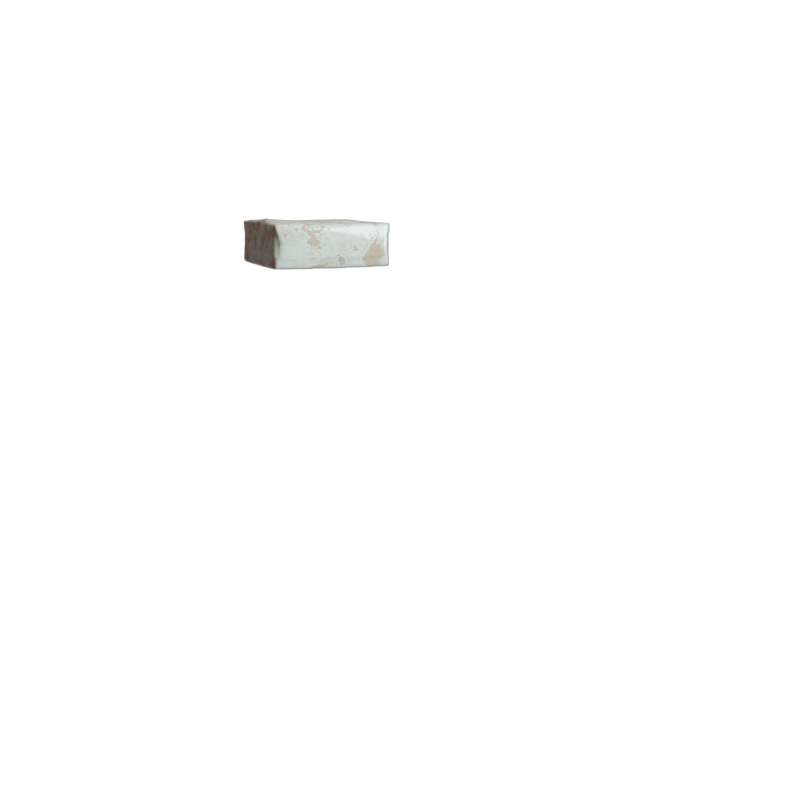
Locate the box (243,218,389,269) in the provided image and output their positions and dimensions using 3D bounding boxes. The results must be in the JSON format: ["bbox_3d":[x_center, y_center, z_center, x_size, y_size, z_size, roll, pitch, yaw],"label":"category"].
[{"bbox_3d":[-0.055,-0.101,0.706,0.072,0.030,0.093,-3,11,-18],"label":"box"}]
